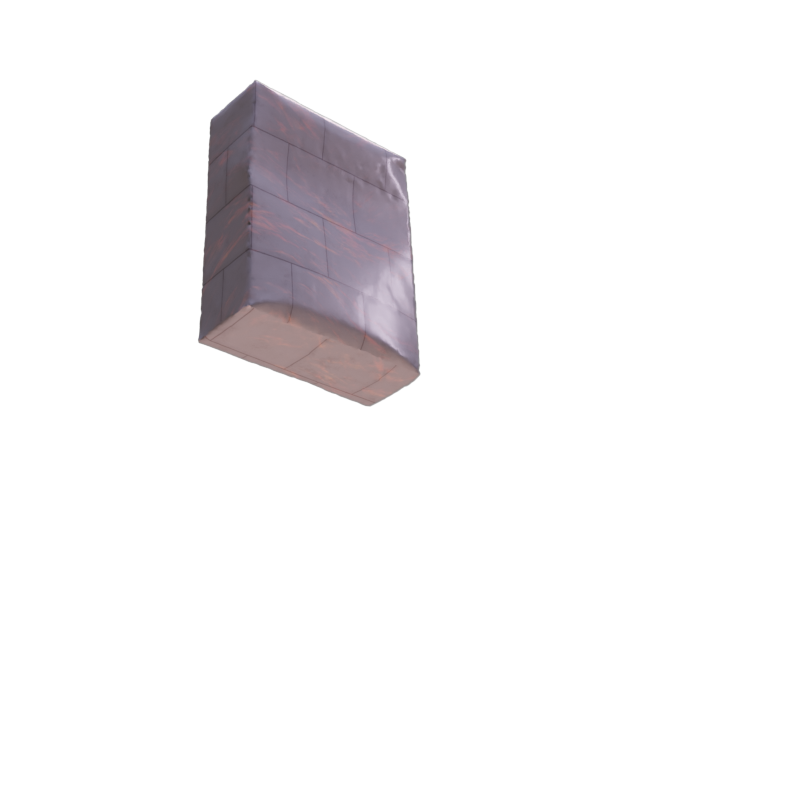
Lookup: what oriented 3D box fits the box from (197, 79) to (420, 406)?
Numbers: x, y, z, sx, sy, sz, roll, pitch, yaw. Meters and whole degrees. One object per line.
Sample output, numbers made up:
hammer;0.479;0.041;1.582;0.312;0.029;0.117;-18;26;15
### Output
box;-0.067;-0.122;0.858;0.155;0.228;0.071;22;-40;-33
